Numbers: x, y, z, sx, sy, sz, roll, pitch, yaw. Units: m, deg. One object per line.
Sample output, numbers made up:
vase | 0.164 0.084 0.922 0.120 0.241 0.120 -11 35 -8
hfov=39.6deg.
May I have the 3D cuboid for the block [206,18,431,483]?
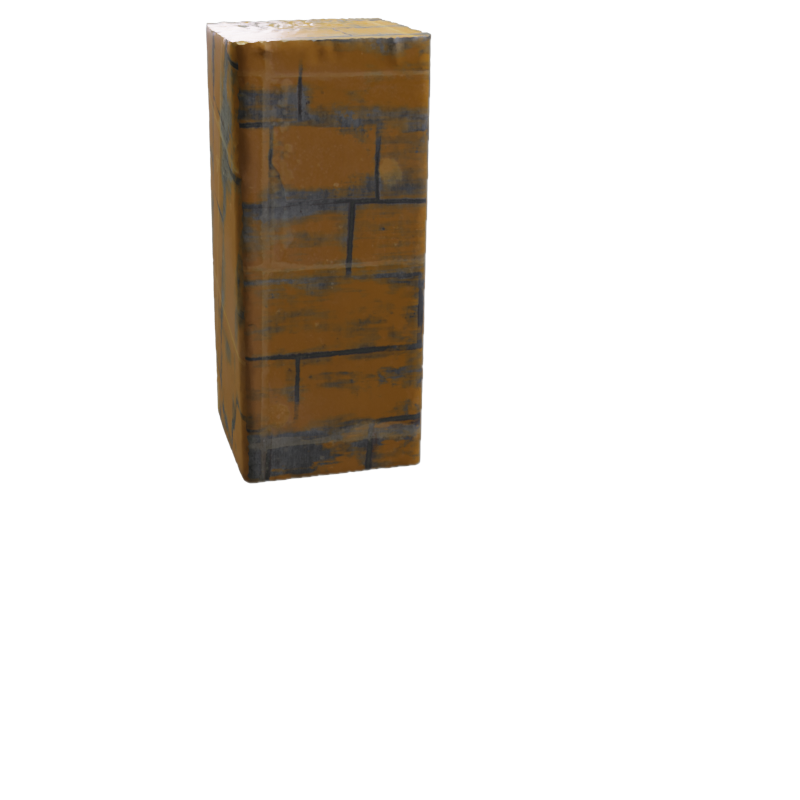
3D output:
block | -0.042 -0.077 0.539 0.089 0.198 0.095 -4 19 -15
